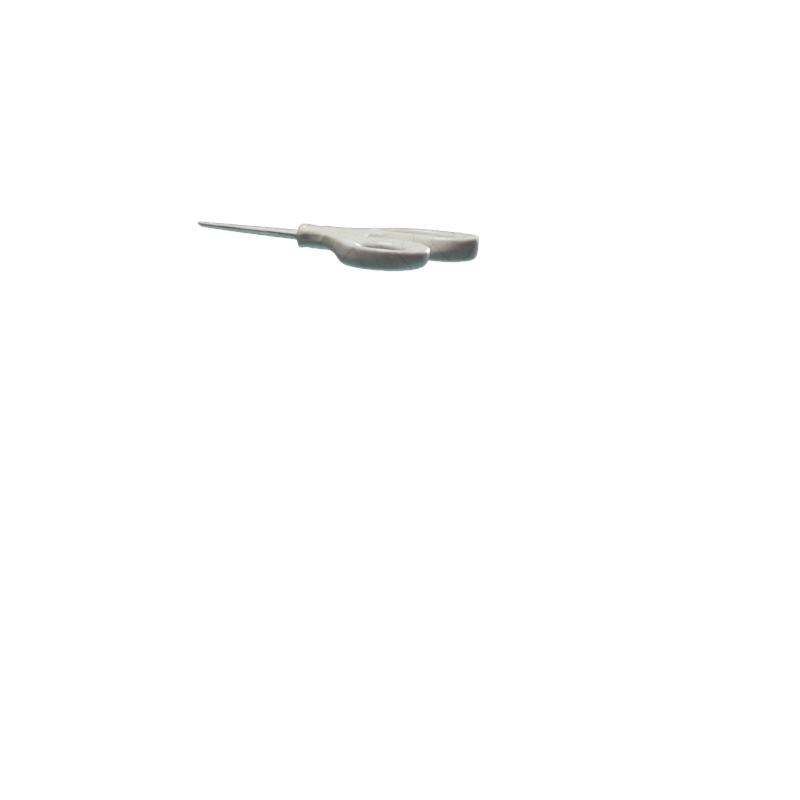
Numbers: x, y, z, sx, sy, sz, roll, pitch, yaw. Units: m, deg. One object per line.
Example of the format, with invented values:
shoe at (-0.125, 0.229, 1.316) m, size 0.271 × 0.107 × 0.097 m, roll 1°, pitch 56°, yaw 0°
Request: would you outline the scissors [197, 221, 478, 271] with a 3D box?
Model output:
scissors at (-0.054, -0.099, 0.692) m, size 0.207 × 0.015 × 0.096 m, roll 6°, pitch 17°, yaw 18°
